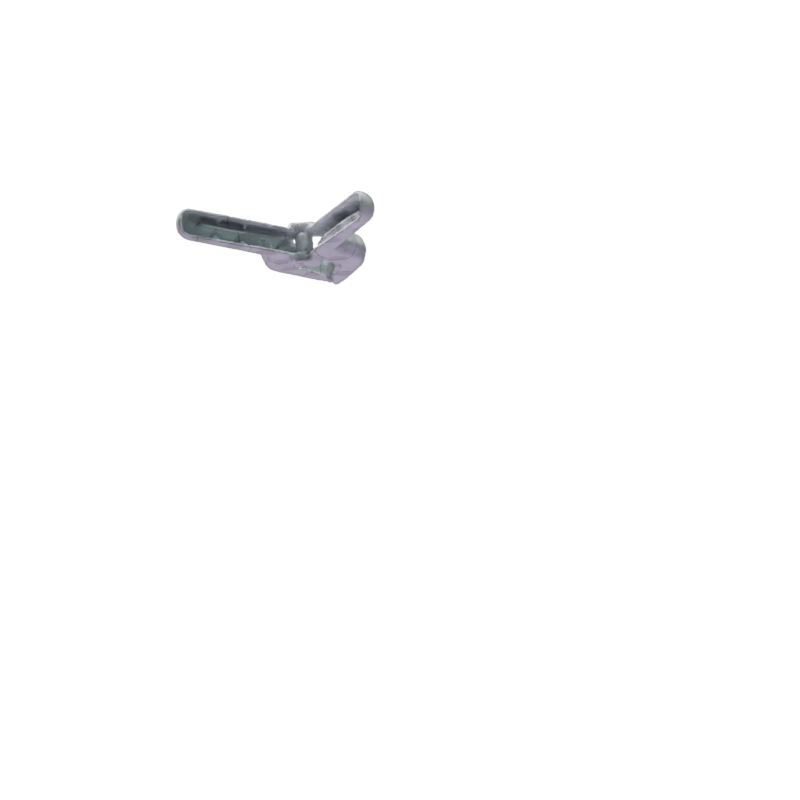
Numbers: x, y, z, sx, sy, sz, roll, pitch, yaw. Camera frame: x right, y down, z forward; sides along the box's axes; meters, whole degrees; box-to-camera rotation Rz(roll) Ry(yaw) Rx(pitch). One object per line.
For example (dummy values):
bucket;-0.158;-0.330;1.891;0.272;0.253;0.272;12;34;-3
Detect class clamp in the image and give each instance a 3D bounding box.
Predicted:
clamp;-0.076;-0.138;0.965;0.168;0.037;0.200;-3;-8;20
